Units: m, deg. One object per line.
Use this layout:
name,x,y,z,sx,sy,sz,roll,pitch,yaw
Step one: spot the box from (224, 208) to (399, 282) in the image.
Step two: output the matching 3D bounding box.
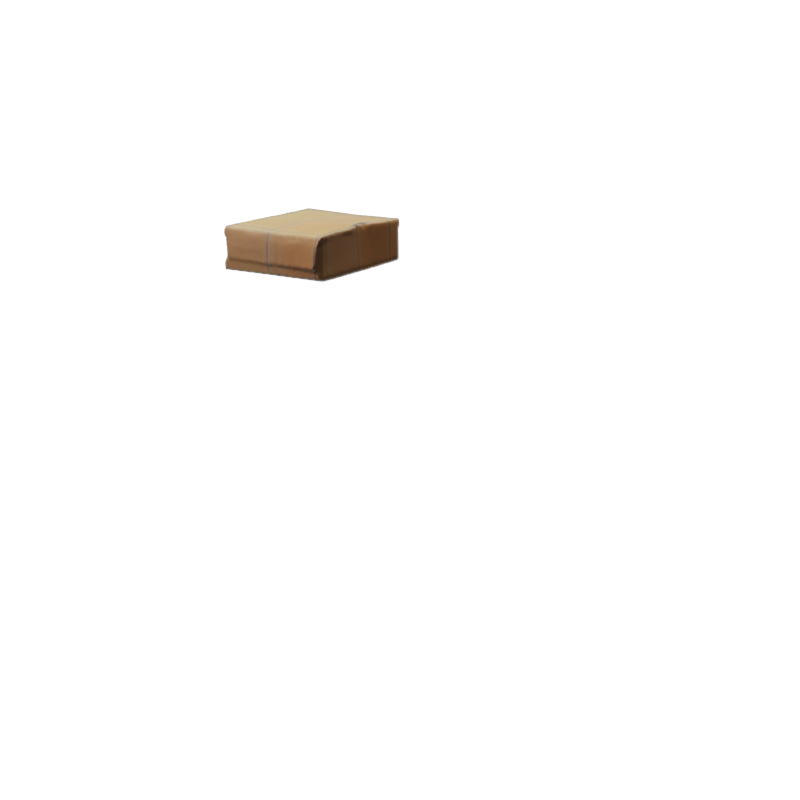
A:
box,-0.054,-0.098,0.689,0.077,0.029,0.088,11,20,32
